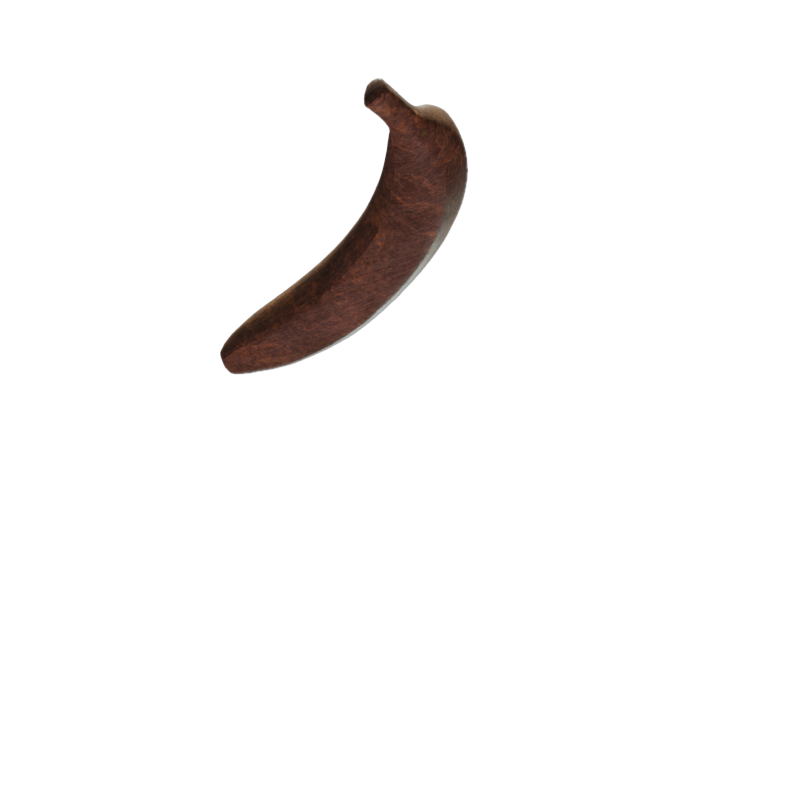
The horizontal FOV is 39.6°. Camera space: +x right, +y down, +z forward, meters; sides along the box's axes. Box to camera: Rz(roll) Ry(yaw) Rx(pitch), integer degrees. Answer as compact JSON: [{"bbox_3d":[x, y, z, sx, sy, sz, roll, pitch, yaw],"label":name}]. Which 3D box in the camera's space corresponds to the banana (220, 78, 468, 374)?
[{"bbox_3d":[-0.020,-0.069,0.496,0.067,0.039,0.190,15,-41,-19],"label":"banana"}]
